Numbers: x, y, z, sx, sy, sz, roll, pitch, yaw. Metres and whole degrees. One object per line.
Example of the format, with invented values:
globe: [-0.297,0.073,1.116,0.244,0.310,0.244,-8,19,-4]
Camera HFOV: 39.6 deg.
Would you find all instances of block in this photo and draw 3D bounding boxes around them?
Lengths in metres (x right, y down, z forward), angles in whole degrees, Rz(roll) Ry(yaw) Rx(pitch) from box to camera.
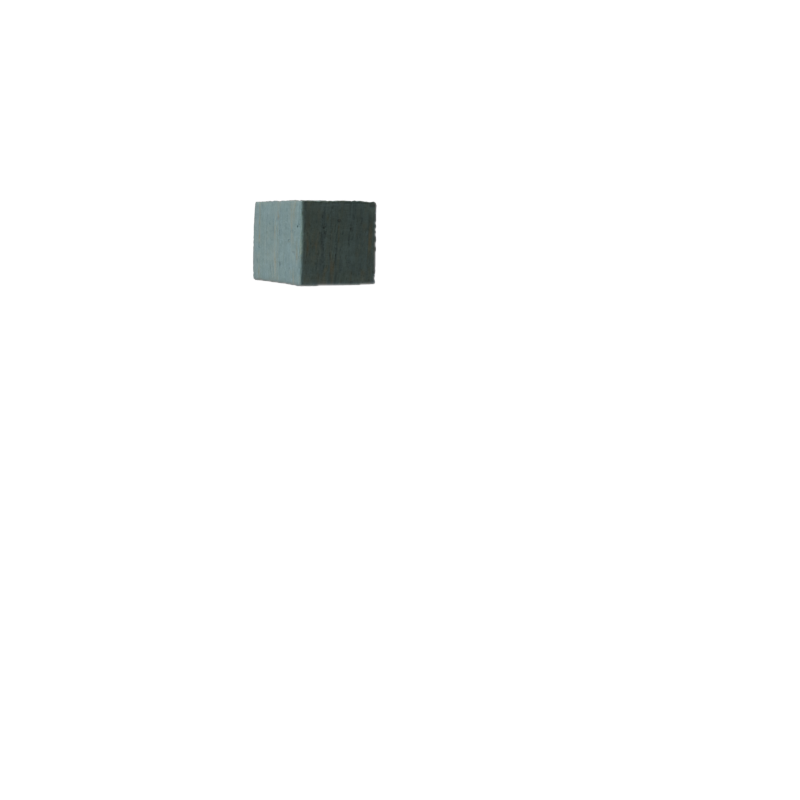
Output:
block: [-0.054,-0.099,0.695,0.051,0.051,0.081,-3,7,-27]
